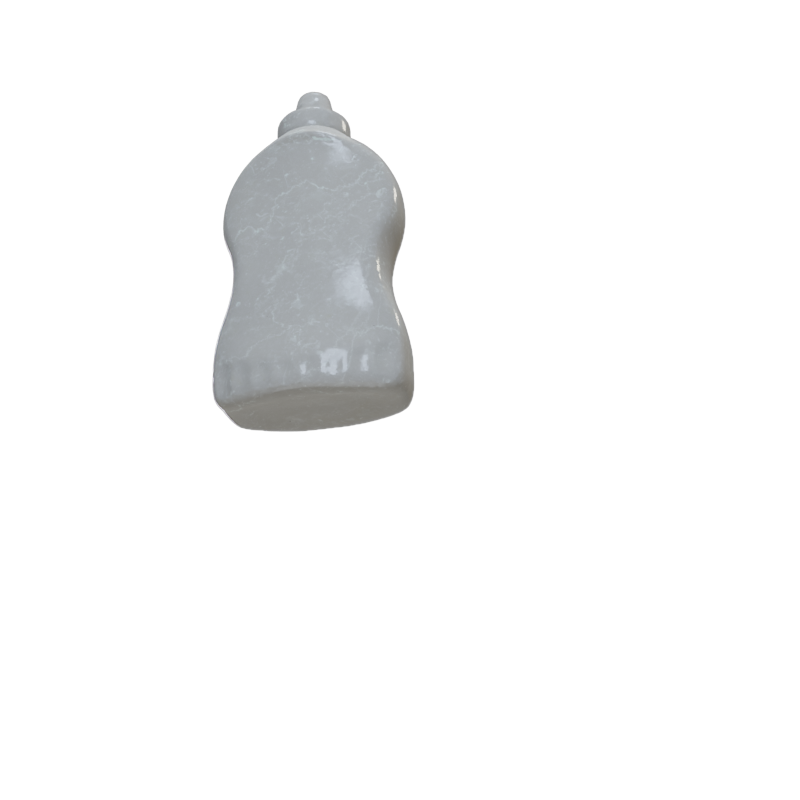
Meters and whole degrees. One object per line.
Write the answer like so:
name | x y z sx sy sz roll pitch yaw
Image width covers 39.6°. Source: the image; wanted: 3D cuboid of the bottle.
bottle | -0.045 -0.083 0.581 0.097 0.204 0.054 -9 -30 13
